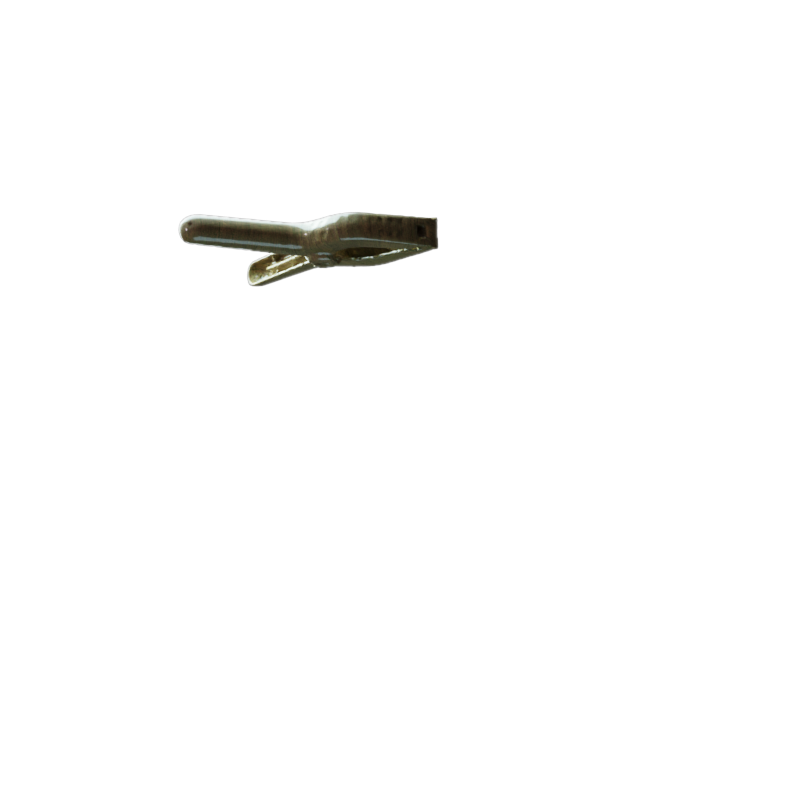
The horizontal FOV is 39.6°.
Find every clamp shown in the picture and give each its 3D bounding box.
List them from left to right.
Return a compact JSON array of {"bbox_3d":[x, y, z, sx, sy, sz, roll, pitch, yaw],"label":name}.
[{"bbox_3d":[-0.074,-0.136,0.950,0.215,0.037,0.156,-4,-9,23],"label":"clamp"}]
